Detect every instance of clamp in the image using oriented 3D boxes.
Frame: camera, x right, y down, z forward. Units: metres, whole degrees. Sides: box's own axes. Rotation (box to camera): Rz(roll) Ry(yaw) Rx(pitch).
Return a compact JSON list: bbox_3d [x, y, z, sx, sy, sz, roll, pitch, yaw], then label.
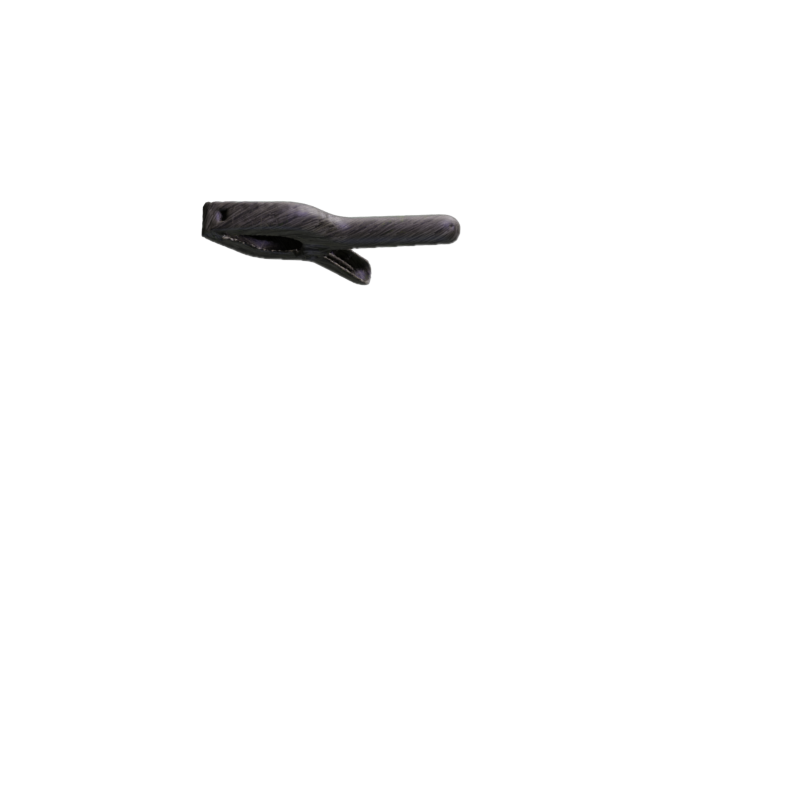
[{"bbox_3d":[-0.076,-0.138,0.967,0.204,0.038,0.163,5,-13,-21],"label":"clamp"}]
